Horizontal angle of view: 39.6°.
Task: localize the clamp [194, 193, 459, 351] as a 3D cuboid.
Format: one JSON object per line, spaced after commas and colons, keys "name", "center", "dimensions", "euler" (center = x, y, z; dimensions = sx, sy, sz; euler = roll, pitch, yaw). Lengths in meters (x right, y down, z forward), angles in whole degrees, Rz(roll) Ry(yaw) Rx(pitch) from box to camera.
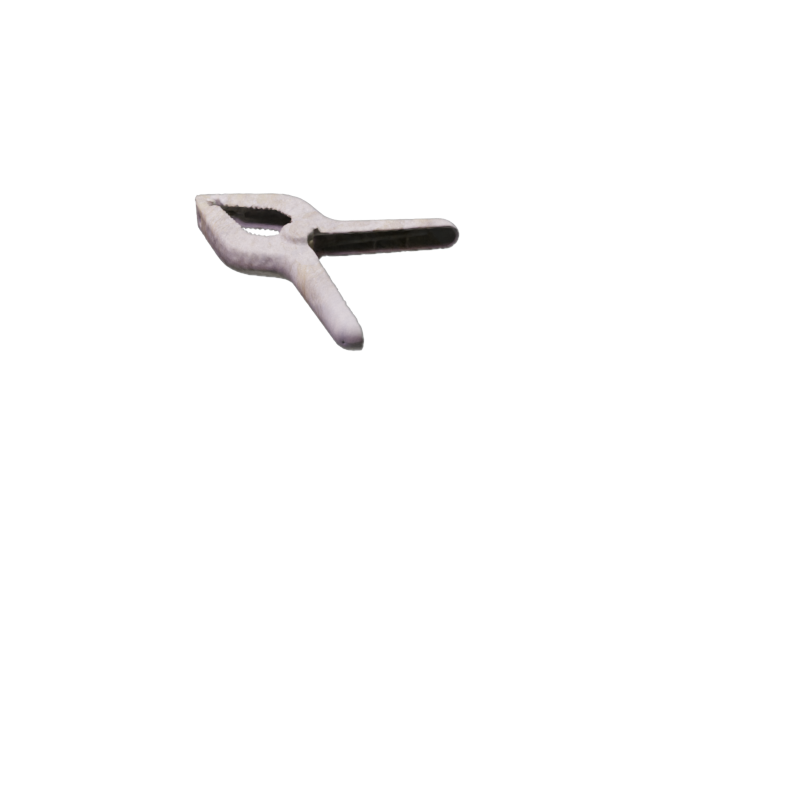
{"name": "clamp", "center": [-0.069, -0.126, 0.880], "dimensions": [0.222, 0.034, 0.166], "euler": [26, 46, 28]}
